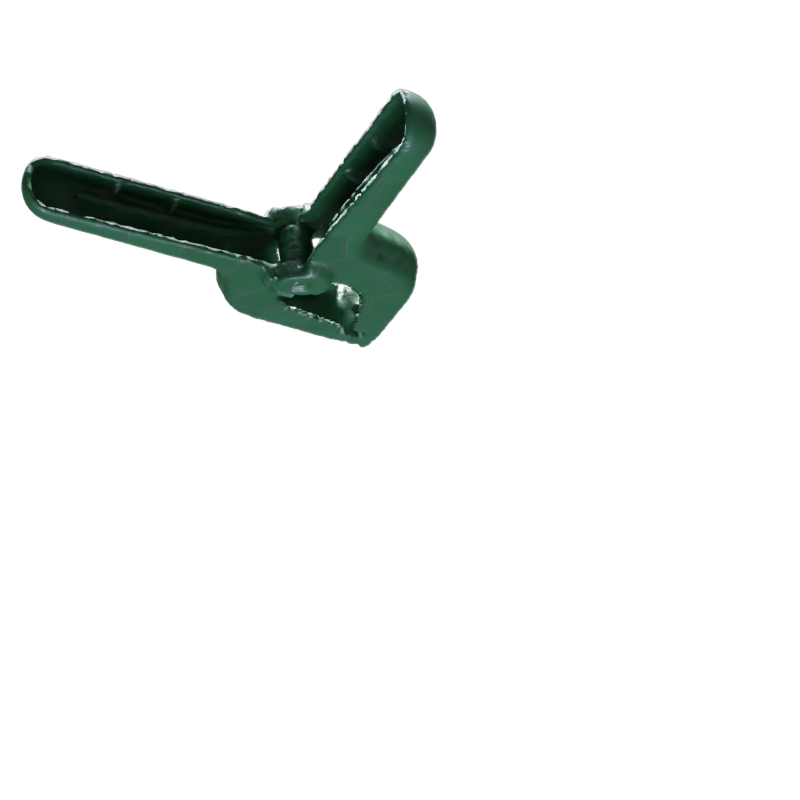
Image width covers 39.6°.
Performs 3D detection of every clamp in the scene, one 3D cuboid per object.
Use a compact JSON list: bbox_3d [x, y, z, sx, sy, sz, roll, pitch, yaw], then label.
[{"bbox_3d":[-0.038,-0.070,0.487,0.168,0.038,0.196,-7,-19,22],"label":"clamp"}]
